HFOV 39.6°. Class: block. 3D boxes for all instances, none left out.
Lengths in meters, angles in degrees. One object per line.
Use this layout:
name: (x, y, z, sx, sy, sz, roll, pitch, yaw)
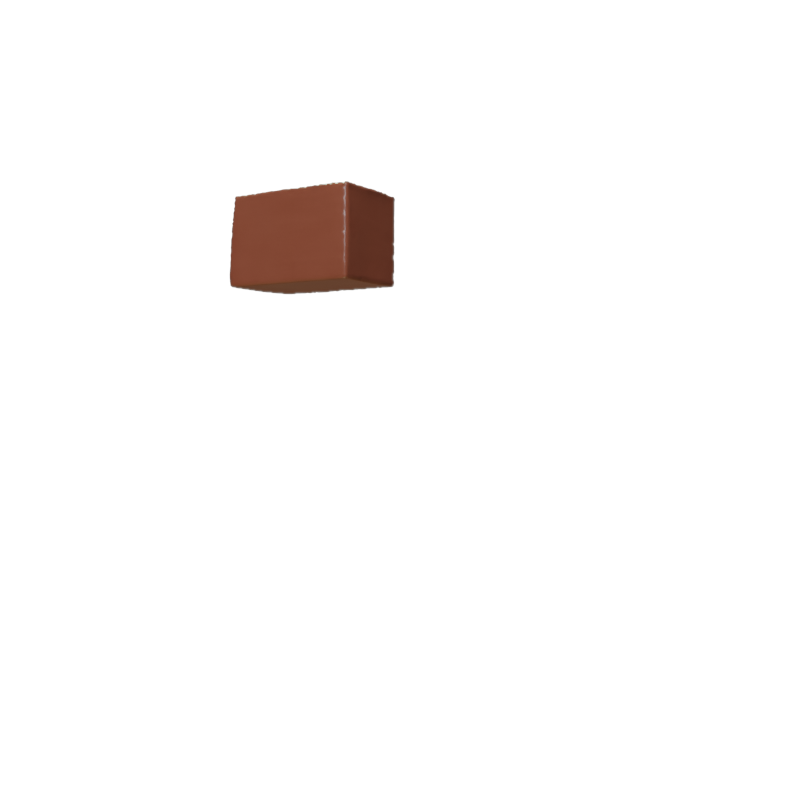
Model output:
block: (-0.048, -0.088, 0.616, 0.080, 0.052, 0.050, -2, -5, 32)
